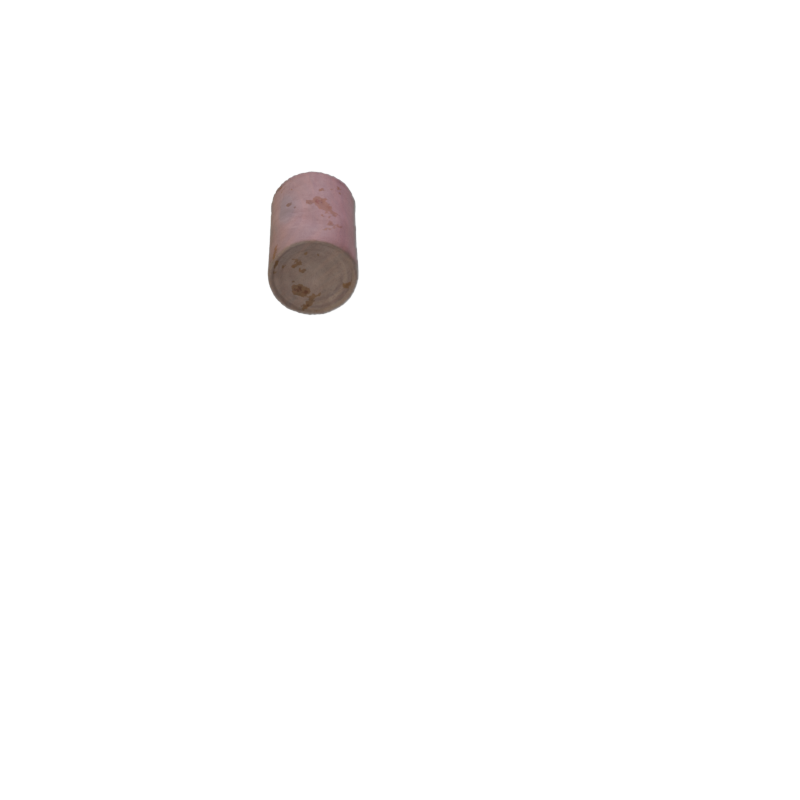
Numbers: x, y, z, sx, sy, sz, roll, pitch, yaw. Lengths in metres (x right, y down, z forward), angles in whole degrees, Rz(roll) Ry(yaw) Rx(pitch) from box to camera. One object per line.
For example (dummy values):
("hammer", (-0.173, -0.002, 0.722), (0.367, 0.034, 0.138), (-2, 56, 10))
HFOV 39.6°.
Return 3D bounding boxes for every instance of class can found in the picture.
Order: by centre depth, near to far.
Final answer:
("can", (-0.066, -0.121, 0.845), (0.068, 0.064, 0.109), (-1, 36, -3))
